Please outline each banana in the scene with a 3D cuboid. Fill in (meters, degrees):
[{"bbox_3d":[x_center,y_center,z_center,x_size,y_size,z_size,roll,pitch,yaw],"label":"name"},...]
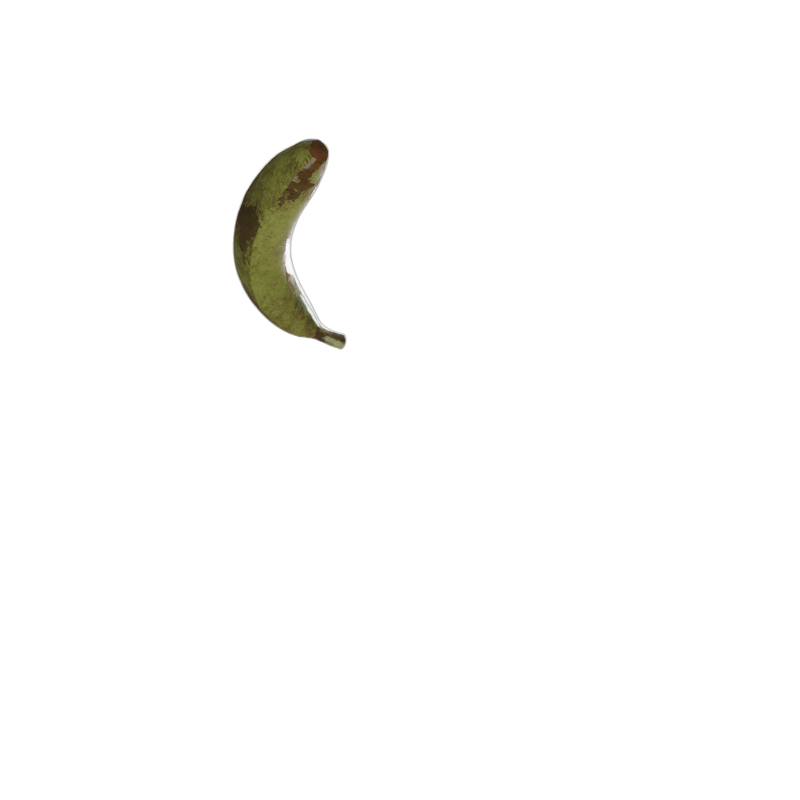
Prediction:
[{"bbox_3d":[-0.074,-0.098,0.709,0.070,0.039,0.184,-2,-33,1],"label":"banana"}]
